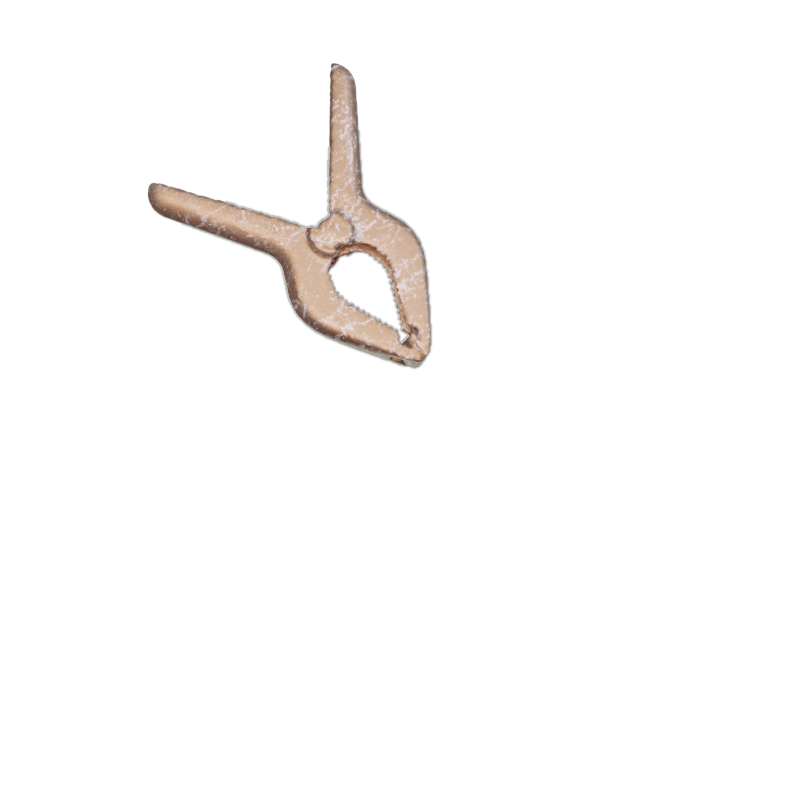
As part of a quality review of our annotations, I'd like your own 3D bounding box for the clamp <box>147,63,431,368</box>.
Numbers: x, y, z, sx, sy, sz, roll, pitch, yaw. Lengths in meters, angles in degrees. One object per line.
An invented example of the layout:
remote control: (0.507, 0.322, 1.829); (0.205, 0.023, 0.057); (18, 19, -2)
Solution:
clamp: (-0.058, -0.105, 0.736); (0.164, 0.218, 0.035); (-29, -13, -8)
